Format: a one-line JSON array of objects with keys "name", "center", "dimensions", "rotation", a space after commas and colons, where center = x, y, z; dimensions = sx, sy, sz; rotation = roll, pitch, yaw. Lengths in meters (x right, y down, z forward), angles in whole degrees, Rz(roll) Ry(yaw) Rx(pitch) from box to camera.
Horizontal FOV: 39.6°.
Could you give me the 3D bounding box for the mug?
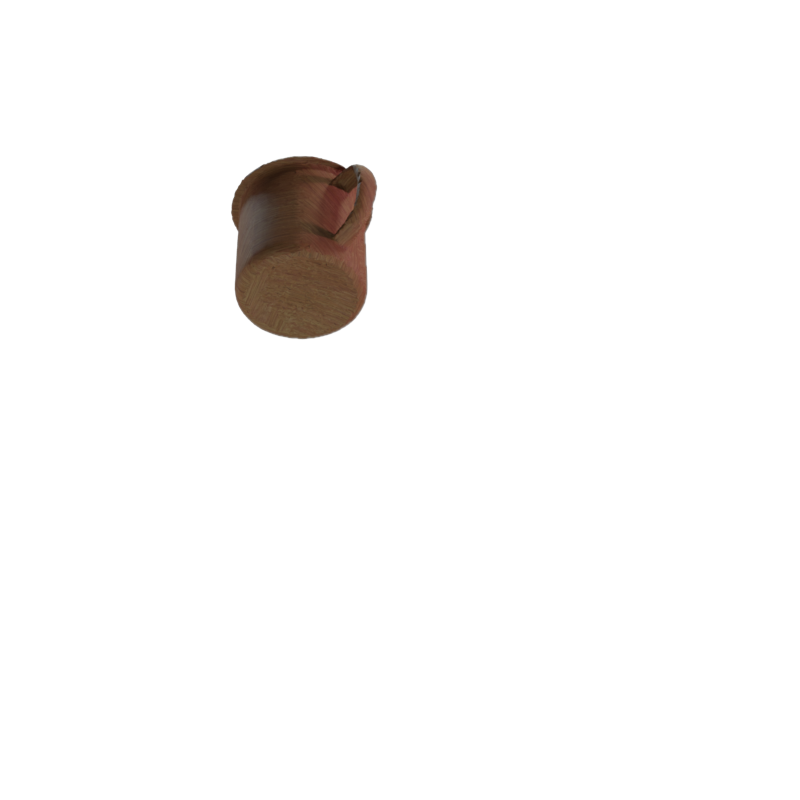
[{"name": "mug", "center": [-0.054, -0.099, 0.694], "dimensions": [0.088, 0.087, 0.115], "rotation": [30, -51, -30]}]
